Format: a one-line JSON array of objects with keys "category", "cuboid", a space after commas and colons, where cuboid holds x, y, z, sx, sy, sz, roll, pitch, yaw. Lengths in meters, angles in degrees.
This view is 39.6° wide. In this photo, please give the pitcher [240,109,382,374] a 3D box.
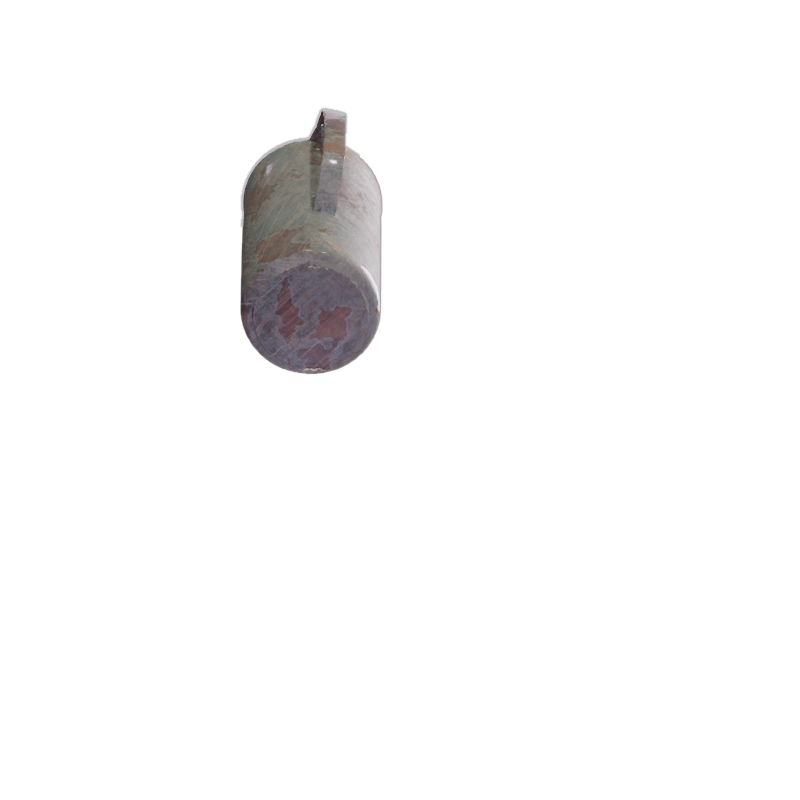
[{"category": "pitcher", "cuboid": [-0.074, -0.135, 0.944, 0.145, 0.141, 0.257, -29, 26, 12]}]
